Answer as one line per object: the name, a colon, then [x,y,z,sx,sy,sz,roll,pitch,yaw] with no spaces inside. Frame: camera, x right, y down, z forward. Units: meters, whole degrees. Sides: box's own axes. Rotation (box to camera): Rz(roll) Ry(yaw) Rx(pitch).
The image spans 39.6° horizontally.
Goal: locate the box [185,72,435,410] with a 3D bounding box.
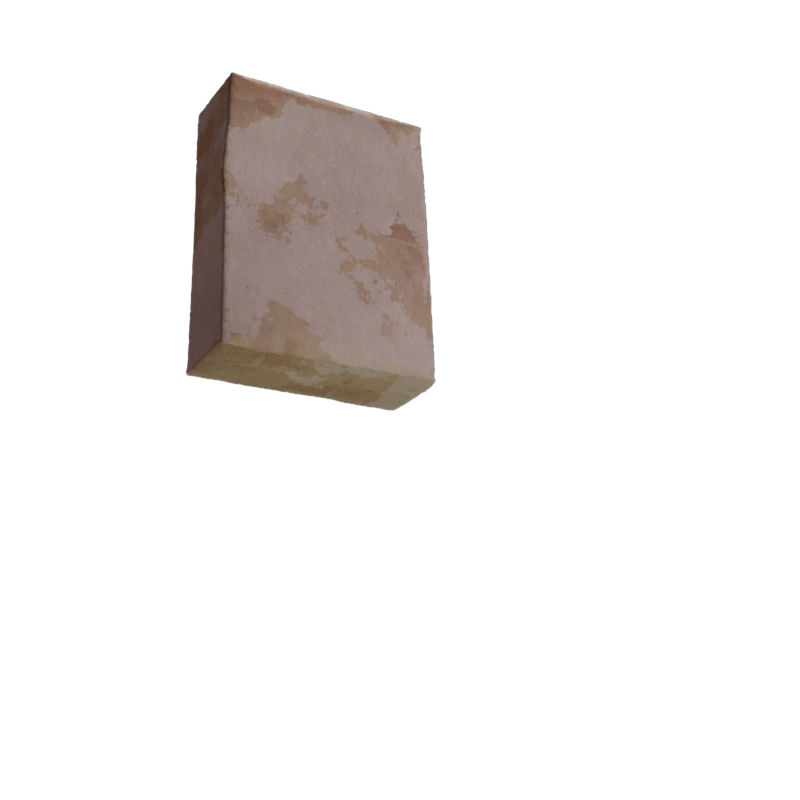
box: [-0.062,-0.113,0.792,0.158,0.226,0.071,11,-29,-25]
